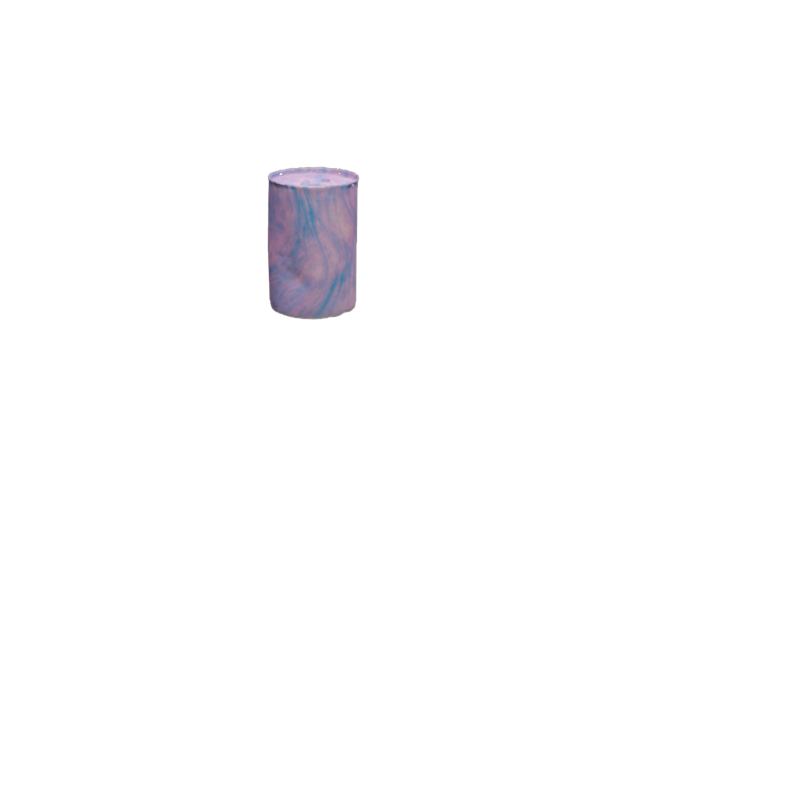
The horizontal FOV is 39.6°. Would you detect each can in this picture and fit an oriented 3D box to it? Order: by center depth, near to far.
[{"bbox_3d":[-0.065,-0.119,0.835,0.068,0.098,0.071,0,18,-2],"label":"can"}]
